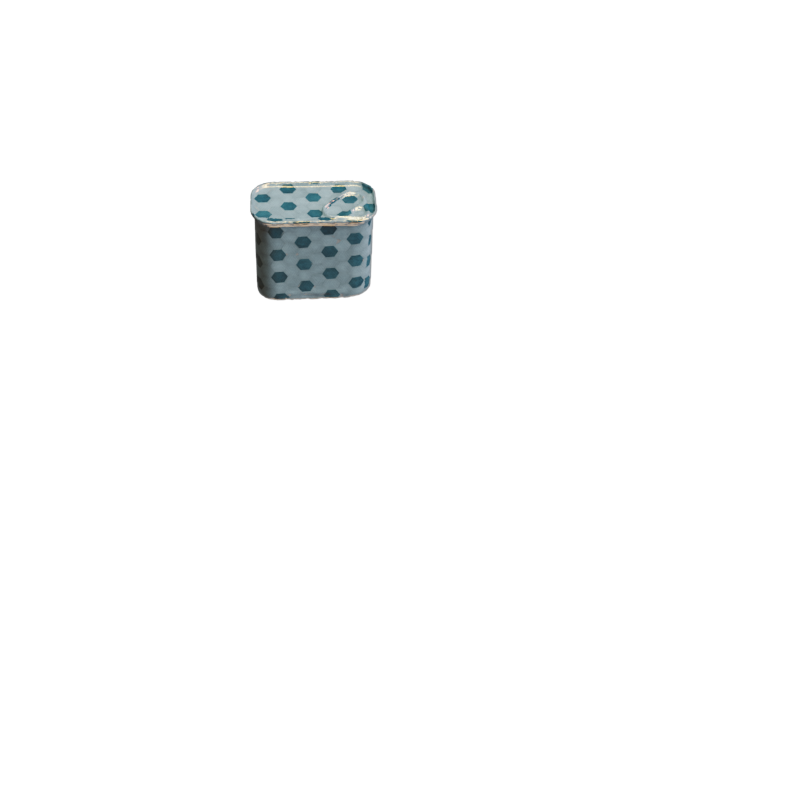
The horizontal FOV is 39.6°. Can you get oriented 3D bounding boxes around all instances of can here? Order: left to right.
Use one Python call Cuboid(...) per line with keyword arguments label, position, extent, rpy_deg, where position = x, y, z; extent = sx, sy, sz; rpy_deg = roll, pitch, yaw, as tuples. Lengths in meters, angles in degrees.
Cuboid(label="can", position=(-0.072, -0.131, 0.918), extent=(0.101, 0.078, 0.062), rpy_deg=(-1, 41, -3))
